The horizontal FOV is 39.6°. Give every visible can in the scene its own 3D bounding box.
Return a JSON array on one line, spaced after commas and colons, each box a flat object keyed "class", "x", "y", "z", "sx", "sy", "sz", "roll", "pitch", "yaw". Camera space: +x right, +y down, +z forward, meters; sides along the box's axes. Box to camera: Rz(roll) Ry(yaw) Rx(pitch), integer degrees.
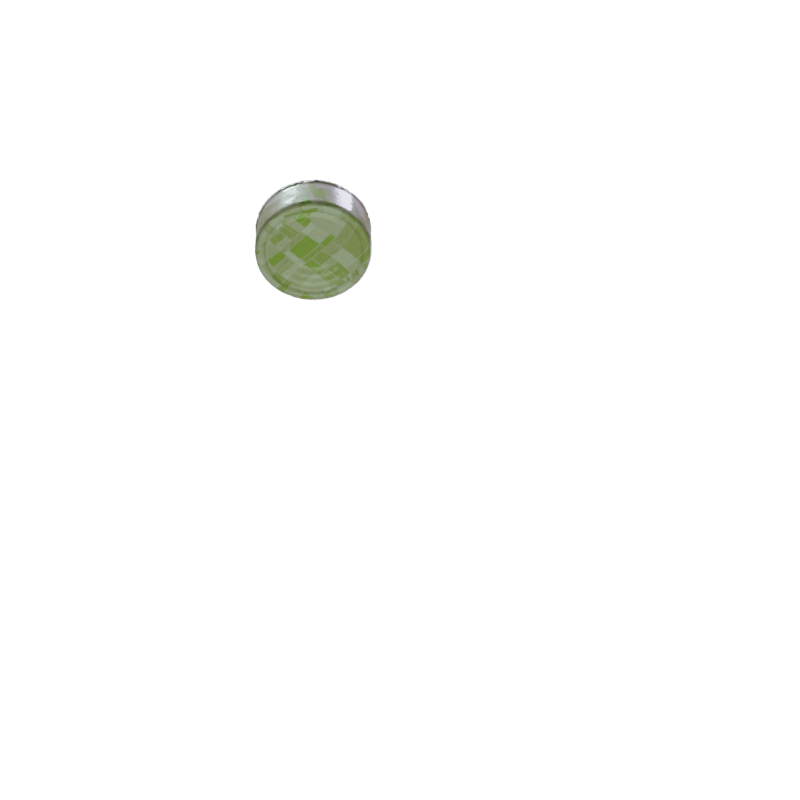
[{"class": "can", "x": -0.063, "y": -0.116, "z": 0.810, "sx": 0.086, "sy": 0.080, "sz": 0.036, "roll": 1, "pitch": 36, "yaw": -1}]
